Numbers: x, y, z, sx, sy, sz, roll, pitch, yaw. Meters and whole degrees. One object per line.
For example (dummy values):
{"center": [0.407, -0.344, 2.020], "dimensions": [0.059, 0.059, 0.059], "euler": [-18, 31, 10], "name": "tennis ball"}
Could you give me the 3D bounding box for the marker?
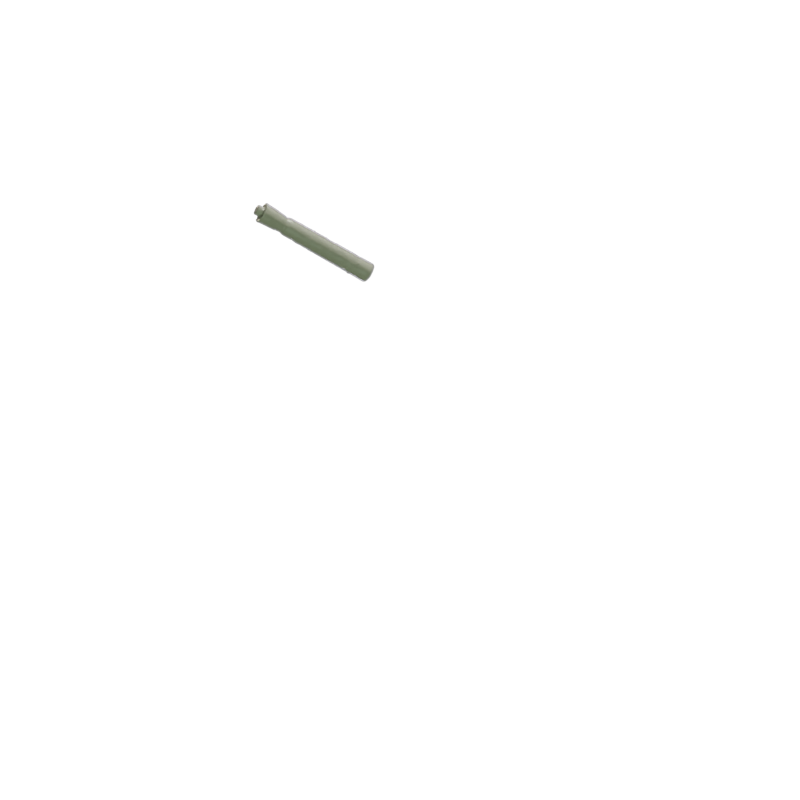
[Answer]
{"center": [-0.078, -0.142, 0.992], "dimensions": [0.116, 0.020, 0.020], "euler": [28, -6, -17], "name": "marker"}
